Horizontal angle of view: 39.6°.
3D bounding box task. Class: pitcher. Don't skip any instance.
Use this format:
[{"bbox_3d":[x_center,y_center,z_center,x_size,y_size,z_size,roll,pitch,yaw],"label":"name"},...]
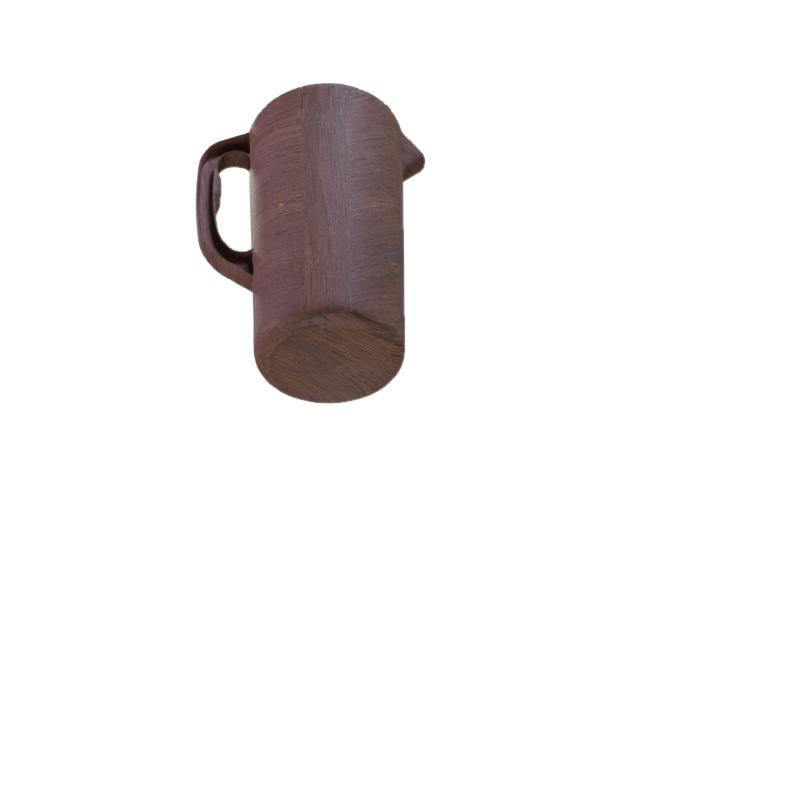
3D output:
[{"bbox_3d":[-0.068,-0.123,0.863,0.149,0.261,0.135,-29,-47,27],"label":"pitcher"}]
